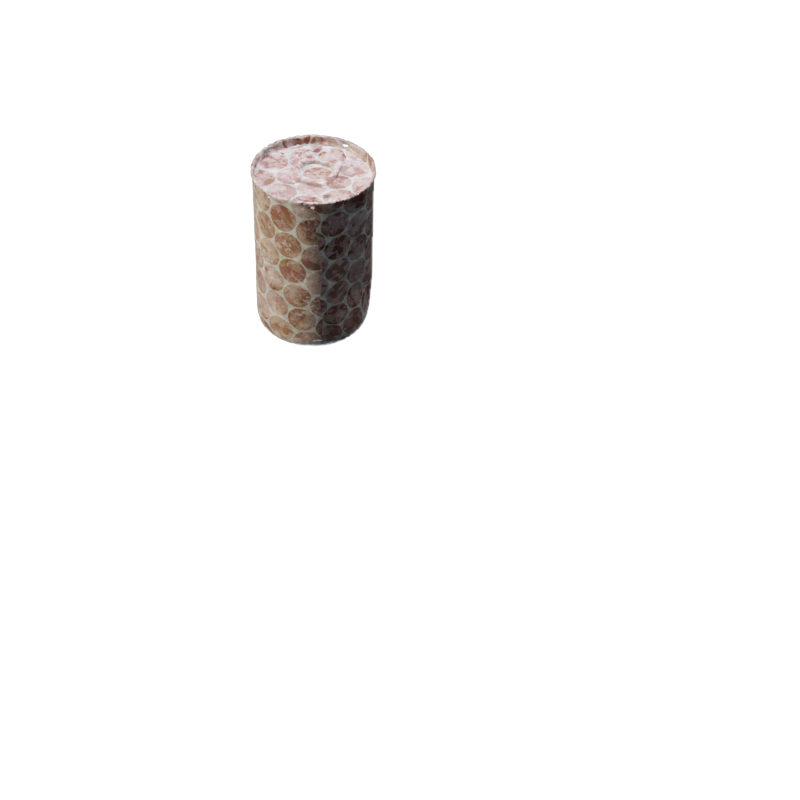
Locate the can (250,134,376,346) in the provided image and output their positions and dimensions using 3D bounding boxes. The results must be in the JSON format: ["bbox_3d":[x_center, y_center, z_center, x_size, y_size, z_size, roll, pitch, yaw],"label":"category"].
[{"bbox_3d":[-0.049,-0.090,0.629,0.068,0.095,0.073,0,41,-3],"label":"can"}]
